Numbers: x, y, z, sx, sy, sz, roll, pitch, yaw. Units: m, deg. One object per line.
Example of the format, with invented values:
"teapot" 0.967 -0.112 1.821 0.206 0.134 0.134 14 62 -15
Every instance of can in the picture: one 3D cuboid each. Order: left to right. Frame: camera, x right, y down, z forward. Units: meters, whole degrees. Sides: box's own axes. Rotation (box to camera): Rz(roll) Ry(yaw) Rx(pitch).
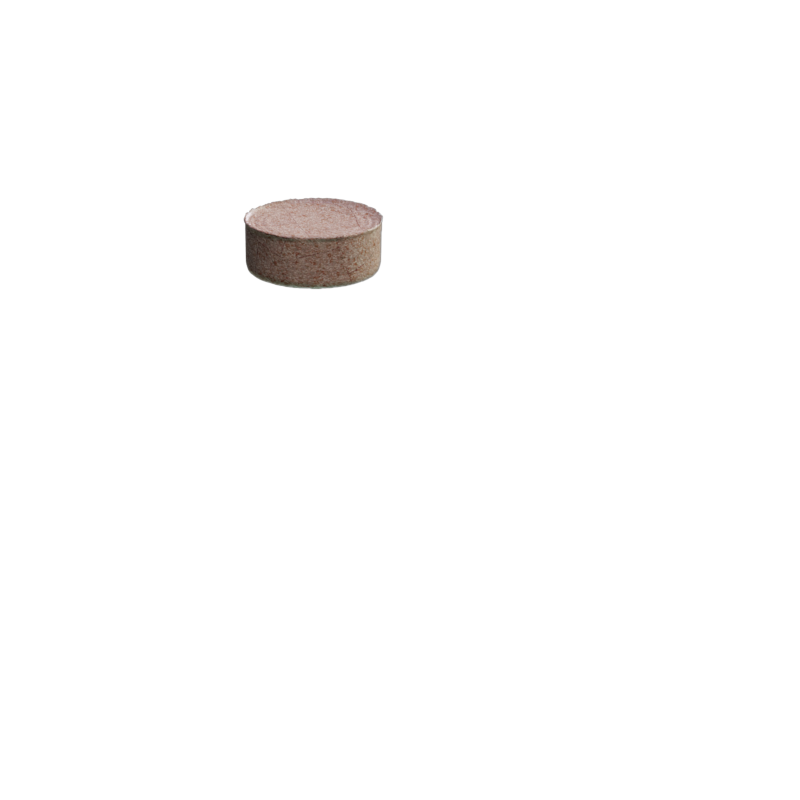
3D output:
"can" -0.054 -0.098 0.688 0.086 0.032 0.090 -1 24 -2
